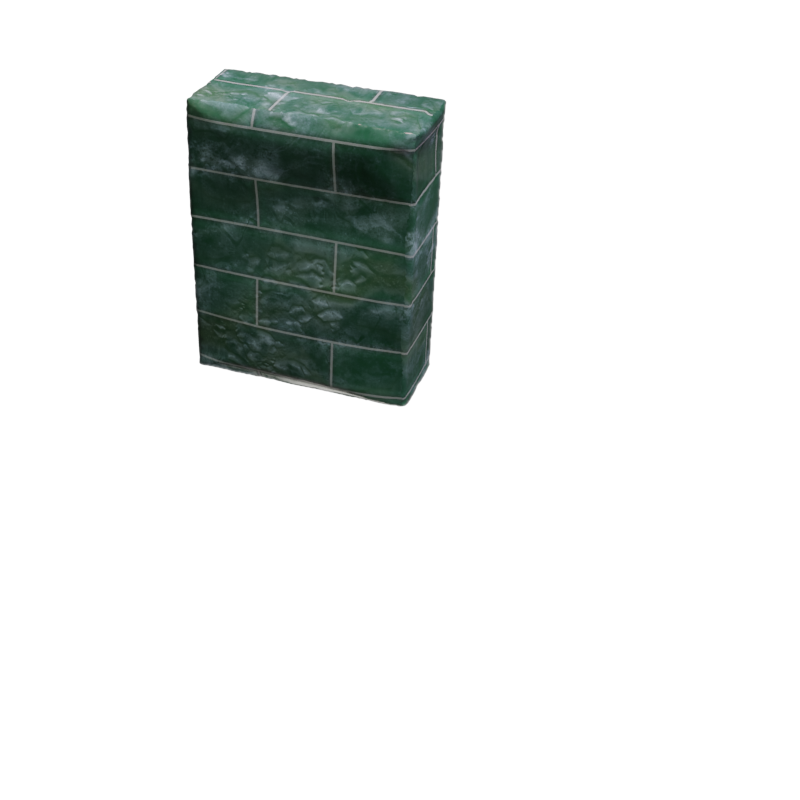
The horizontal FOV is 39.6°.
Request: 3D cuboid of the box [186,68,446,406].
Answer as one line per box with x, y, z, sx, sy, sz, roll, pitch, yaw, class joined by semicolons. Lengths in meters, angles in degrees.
-0.061;-0.111;0.775;0.169;0.201;0.074;13;33;17;box
